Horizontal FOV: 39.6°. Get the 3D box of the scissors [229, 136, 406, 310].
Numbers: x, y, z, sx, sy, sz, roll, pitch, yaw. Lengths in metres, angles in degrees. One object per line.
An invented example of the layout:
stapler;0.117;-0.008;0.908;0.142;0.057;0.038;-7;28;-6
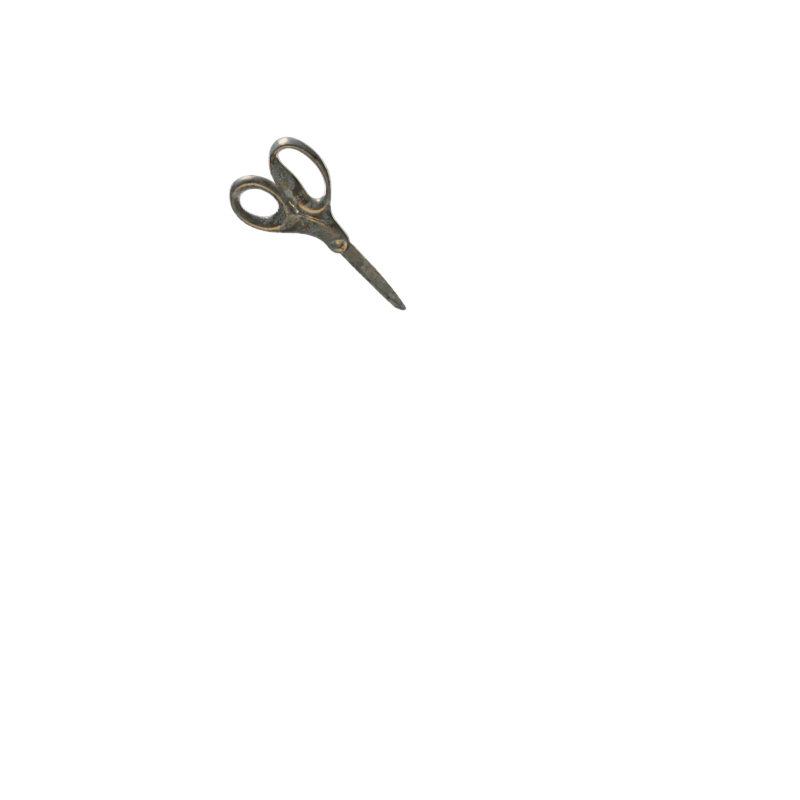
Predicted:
scissors;-0.074;-0.136;0.951;0.097;0.187;0.017;-18;35;13
